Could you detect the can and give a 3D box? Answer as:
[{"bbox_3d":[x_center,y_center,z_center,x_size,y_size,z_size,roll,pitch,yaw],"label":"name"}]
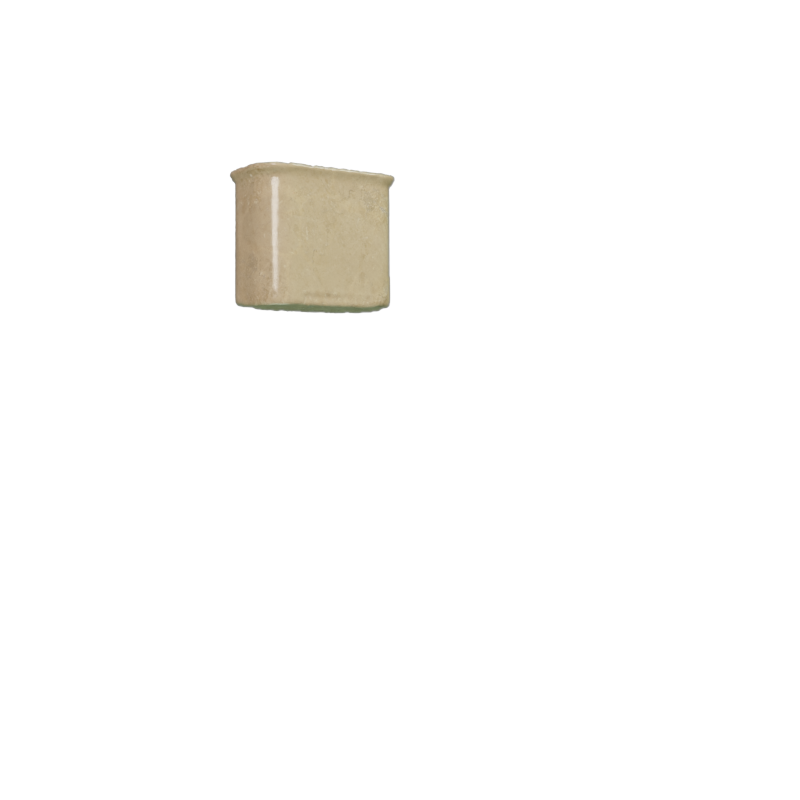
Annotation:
[{"bbox_3d":[-0.054,-0.097,0.683,0.098,0.085,0.059,2,-5,-35],"label":"can"}]
